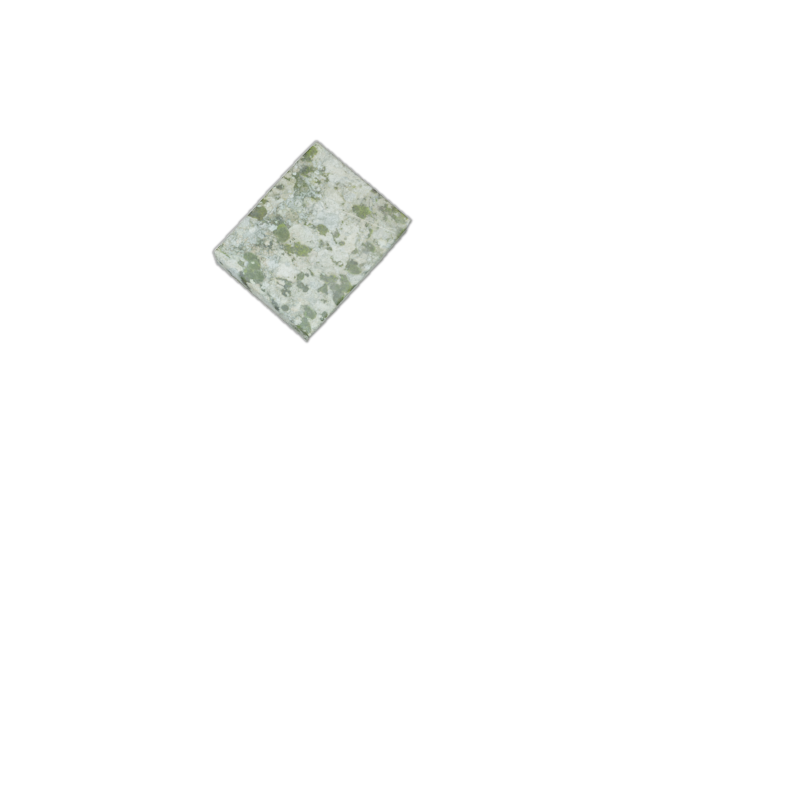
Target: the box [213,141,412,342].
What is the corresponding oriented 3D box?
[{"bbox_3d":[-0.061,-0.112,0.782,0.092,0.114,0.038,40,-10,7],"label":"box"}]
